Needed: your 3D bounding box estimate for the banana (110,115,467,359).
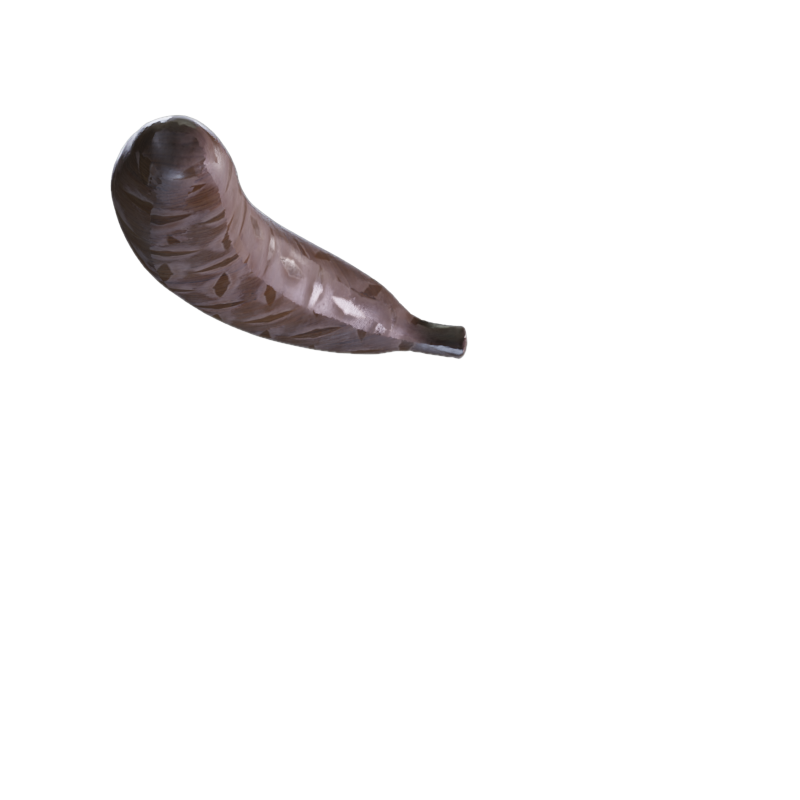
[{"bbox_3d":[-0.042,-0.047,0.353,0.071,0.038,0.186,-6,-13,24],"label":"banana"}]
